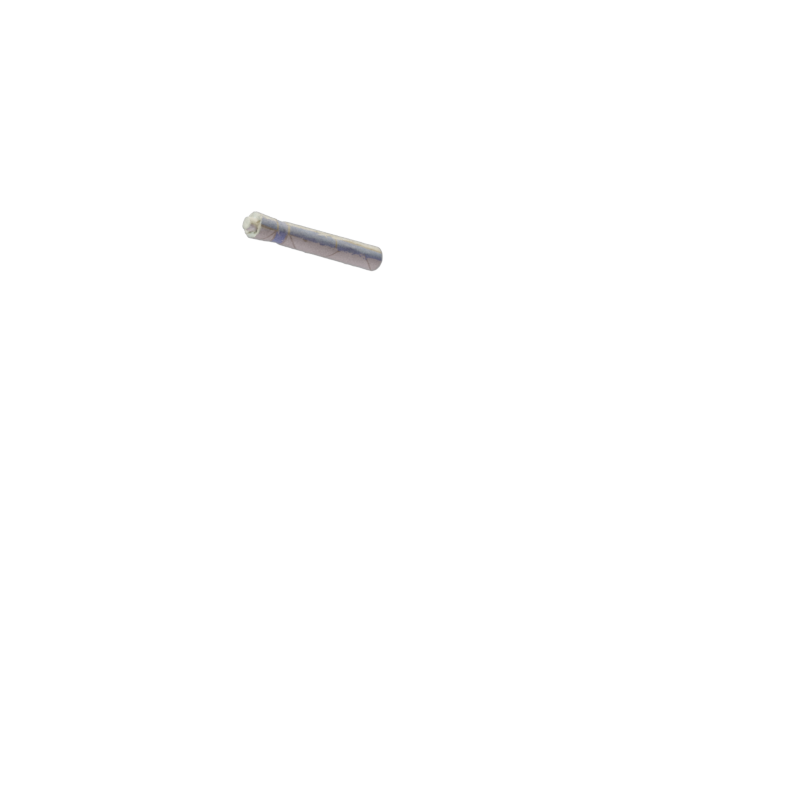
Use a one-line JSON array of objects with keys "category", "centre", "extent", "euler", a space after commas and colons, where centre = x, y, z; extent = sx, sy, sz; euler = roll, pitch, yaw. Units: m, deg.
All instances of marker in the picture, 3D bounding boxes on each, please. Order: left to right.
[{"category": "marker", "centre": [-0.061, -0.112, 0.782], "extent": [0.115, 0.020, 0.021], "euler": [10, -4, -41]}]
